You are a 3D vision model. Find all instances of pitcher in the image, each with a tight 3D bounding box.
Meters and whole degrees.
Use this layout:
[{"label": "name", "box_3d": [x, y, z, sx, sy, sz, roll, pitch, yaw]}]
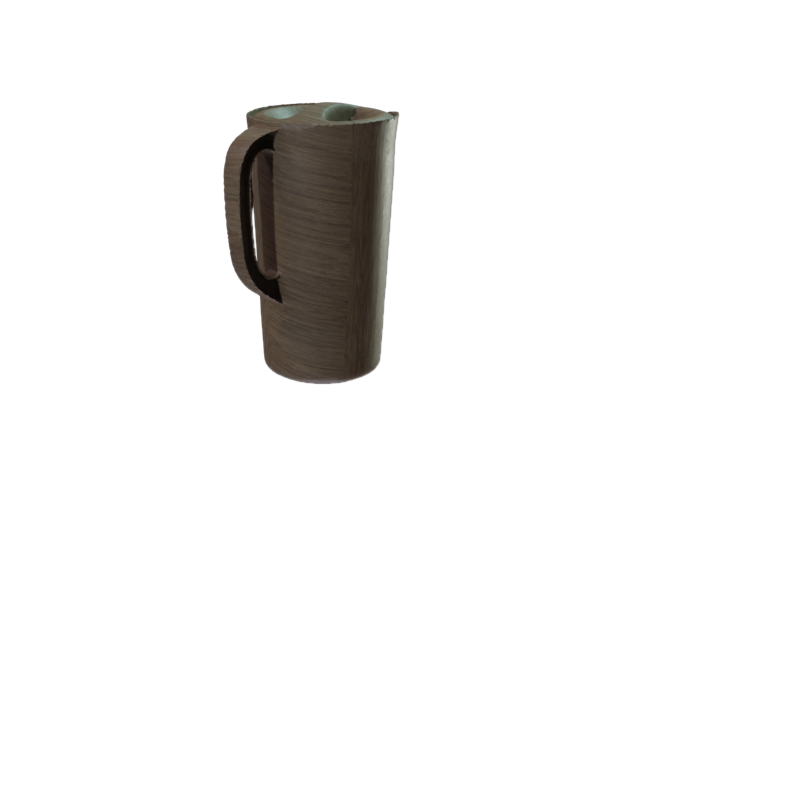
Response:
[{"label": "pitcher", "box_3d": [-0.077, -0.141, 0.987, 0.149, 0.234, 0.151, 0, 17, -3]}]
